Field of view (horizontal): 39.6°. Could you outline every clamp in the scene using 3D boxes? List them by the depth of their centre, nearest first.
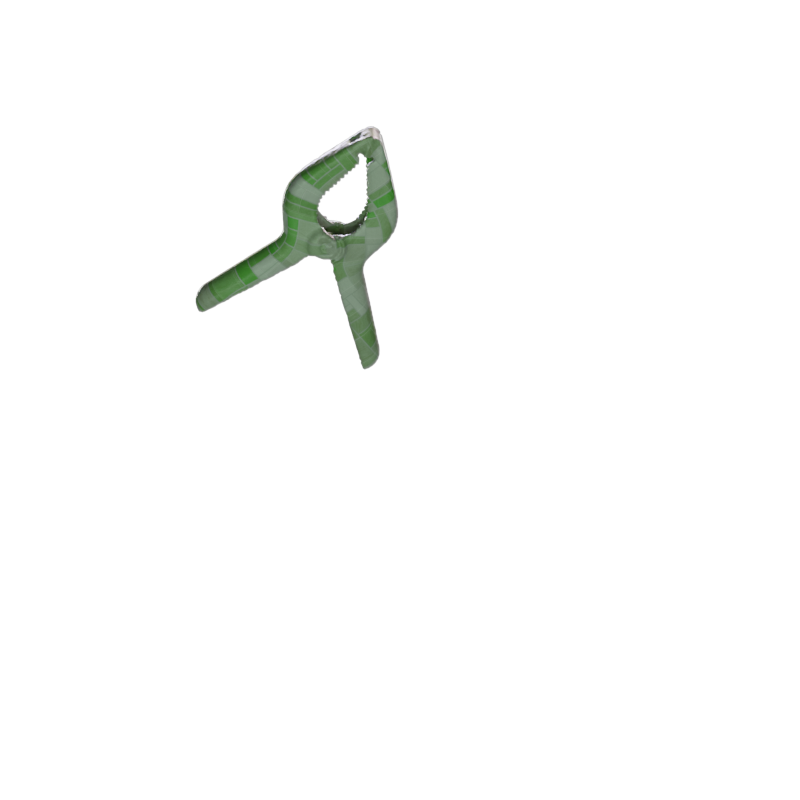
[{"bbox_3d":[-0.071,-0.130,0.910,0.162,0.201,0.039,14,27,-8],"label":"clamp"}]
